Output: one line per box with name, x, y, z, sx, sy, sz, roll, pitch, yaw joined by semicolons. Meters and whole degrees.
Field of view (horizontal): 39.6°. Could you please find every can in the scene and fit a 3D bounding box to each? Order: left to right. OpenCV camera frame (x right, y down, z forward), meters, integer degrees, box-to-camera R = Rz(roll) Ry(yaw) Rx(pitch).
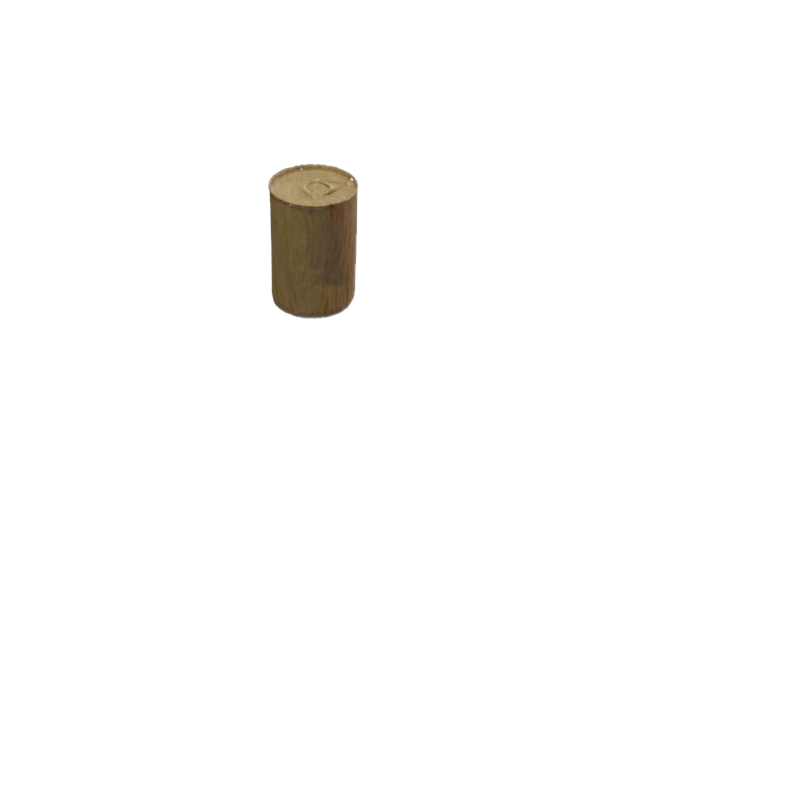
can;-0.067;-0.123;0.862;0.068;0.096;0.073;0;34;-3
